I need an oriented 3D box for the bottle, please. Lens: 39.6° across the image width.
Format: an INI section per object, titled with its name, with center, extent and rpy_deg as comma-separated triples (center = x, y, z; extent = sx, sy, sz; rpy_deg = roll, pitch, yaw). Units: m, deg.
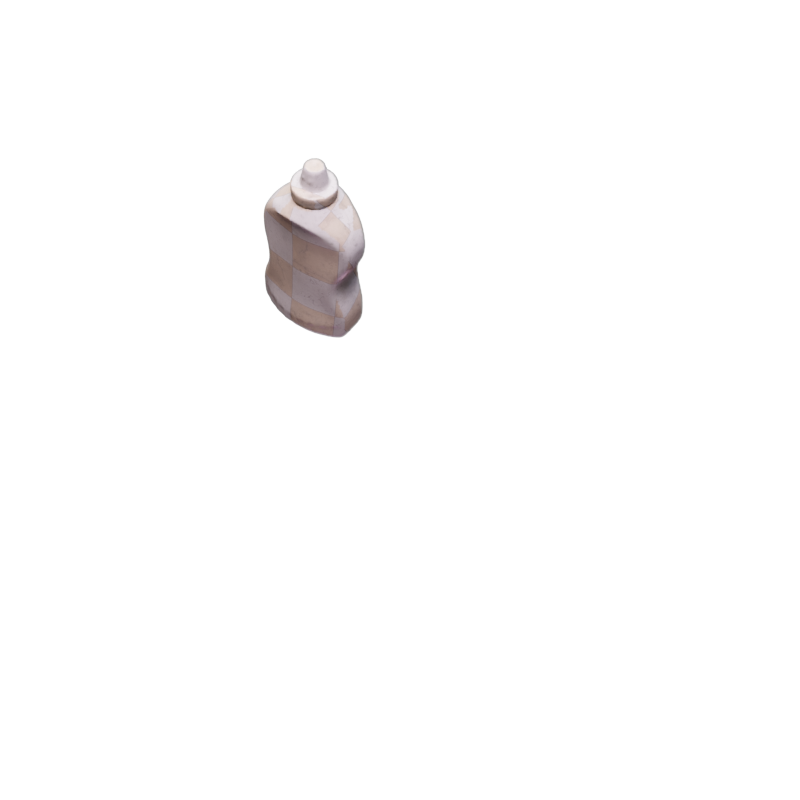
[bottle]
center = -0.077, -0.141, 0.985
extent = 0.101, 0.059, 0.179
rpy_deg = 34, -31, 20
